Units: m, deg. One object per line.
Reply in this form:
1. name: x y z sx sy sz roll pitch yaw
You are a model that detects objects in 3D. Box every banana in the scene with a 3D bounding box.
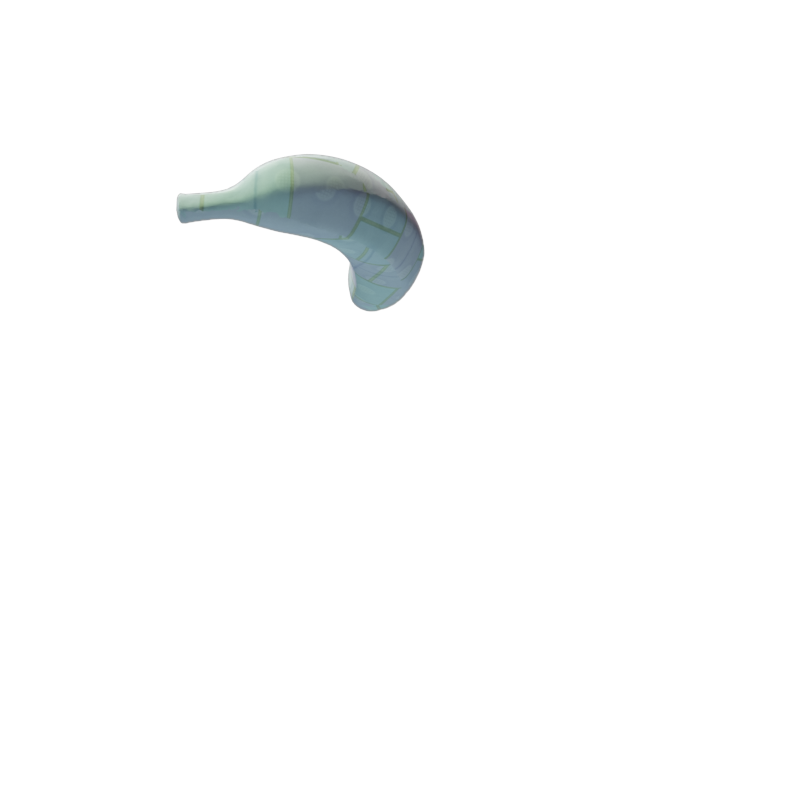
1. banana: -0.025 -0.077 0.517 0.071 0.038 0.187 -5 -11 22
